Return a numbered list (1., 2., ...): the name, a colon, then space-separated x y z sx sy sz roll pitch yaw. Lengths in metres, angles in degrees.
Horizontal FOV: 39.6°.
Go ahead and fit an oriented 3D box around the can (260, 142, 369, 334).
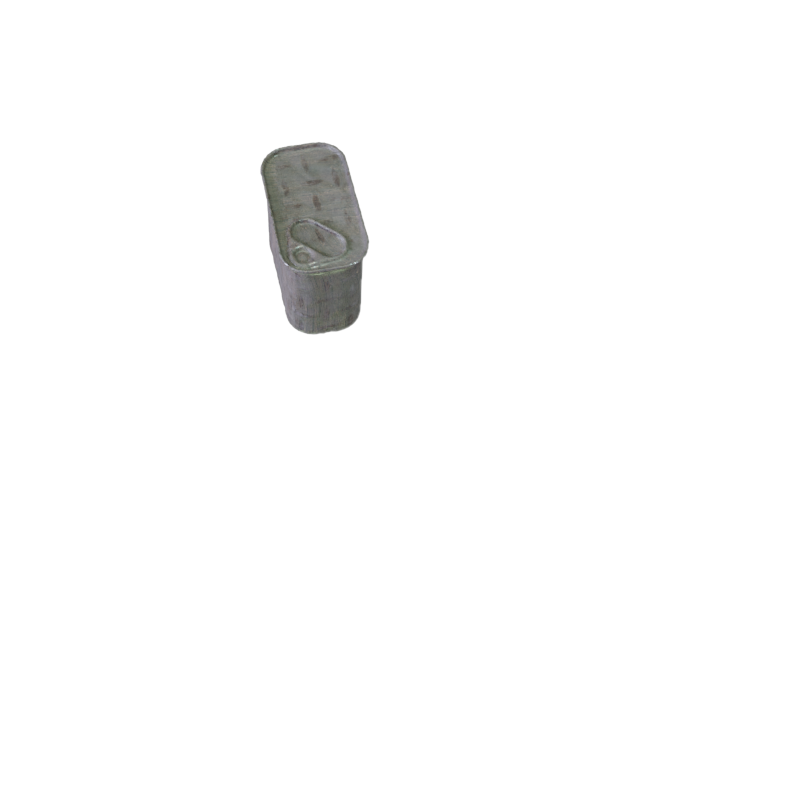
1. can: -0.058 -0.106 0.740 0.057 0.109 0.078 -10 -31 -9
